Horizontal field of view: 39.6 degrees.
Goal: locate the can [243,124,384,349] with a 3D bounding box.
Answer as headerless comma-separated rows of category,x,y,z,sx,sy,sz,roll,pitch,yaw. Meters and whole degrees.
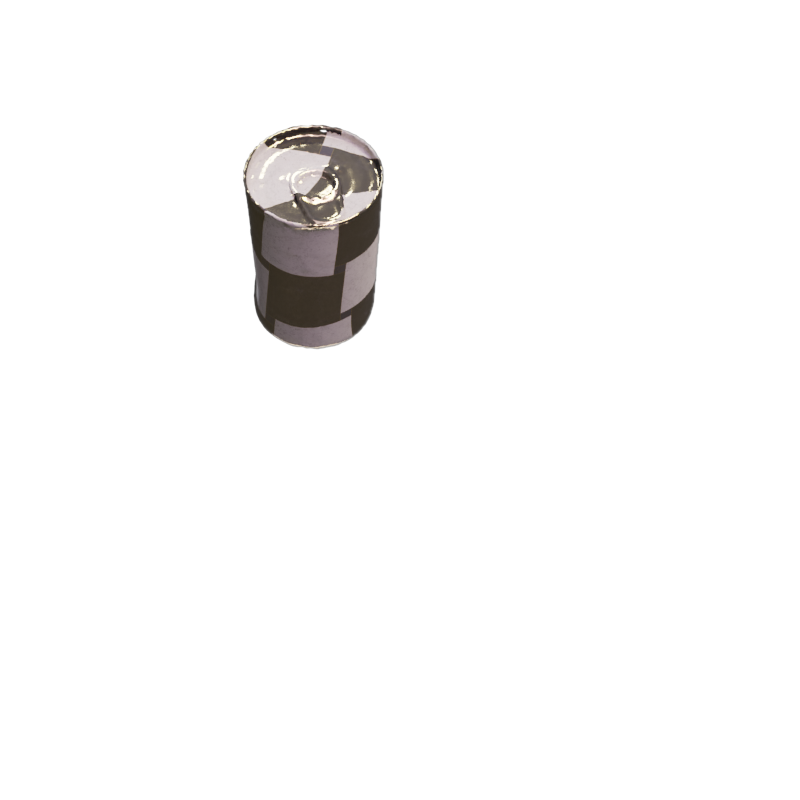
can,-0.045,-0.082,0.571,0.068,0.073,0.095,0,-37,-3
